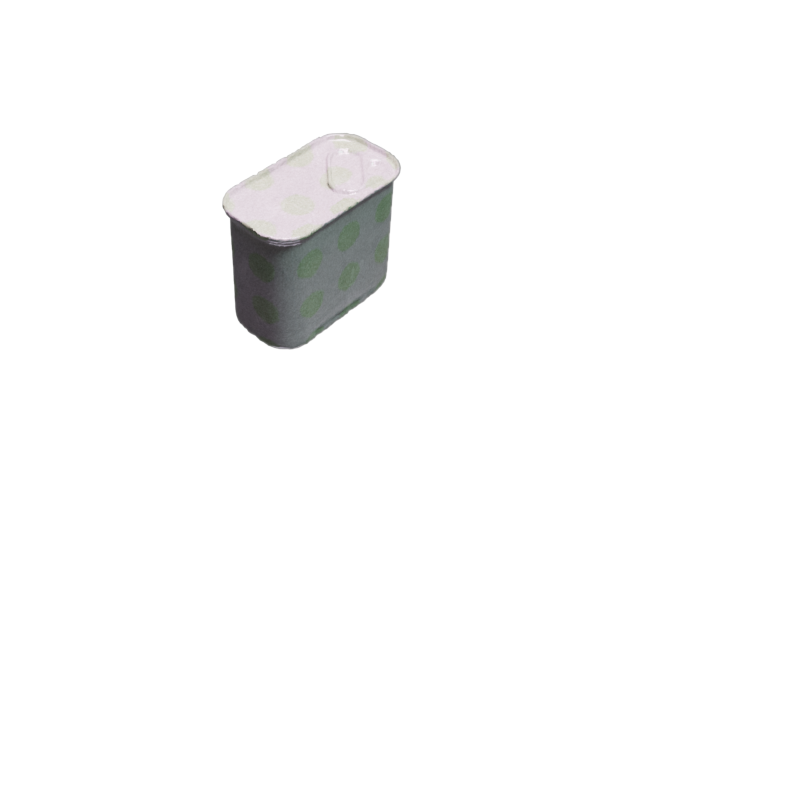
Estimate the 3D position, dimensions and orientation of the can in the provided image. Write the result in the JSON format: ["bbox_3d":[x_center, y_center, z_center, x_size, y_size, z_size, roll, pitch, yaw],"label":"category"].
[{"bbox_3d":[-0.049,-0.089,0.624,0.061,0.078,0.103,32,51,27],"label":"can"}]
